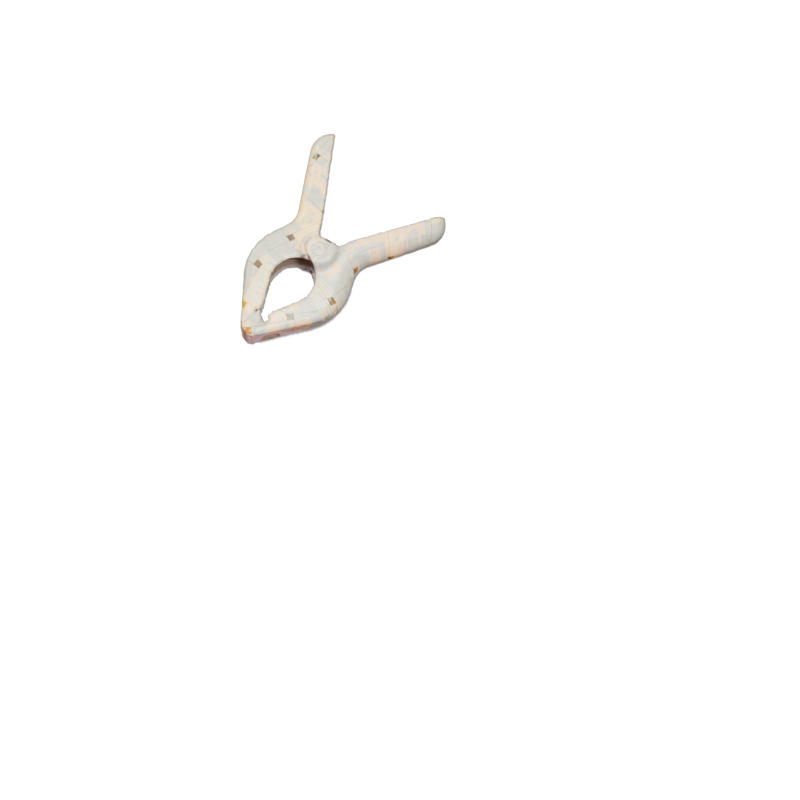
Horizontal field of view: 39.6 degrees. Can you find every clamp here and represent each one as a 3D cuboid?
[{"bbox_3d":[-0.064,-0.117,0.819,0.173,0.126,0.037,-40,-19,-17],"label":"clamp"}]
